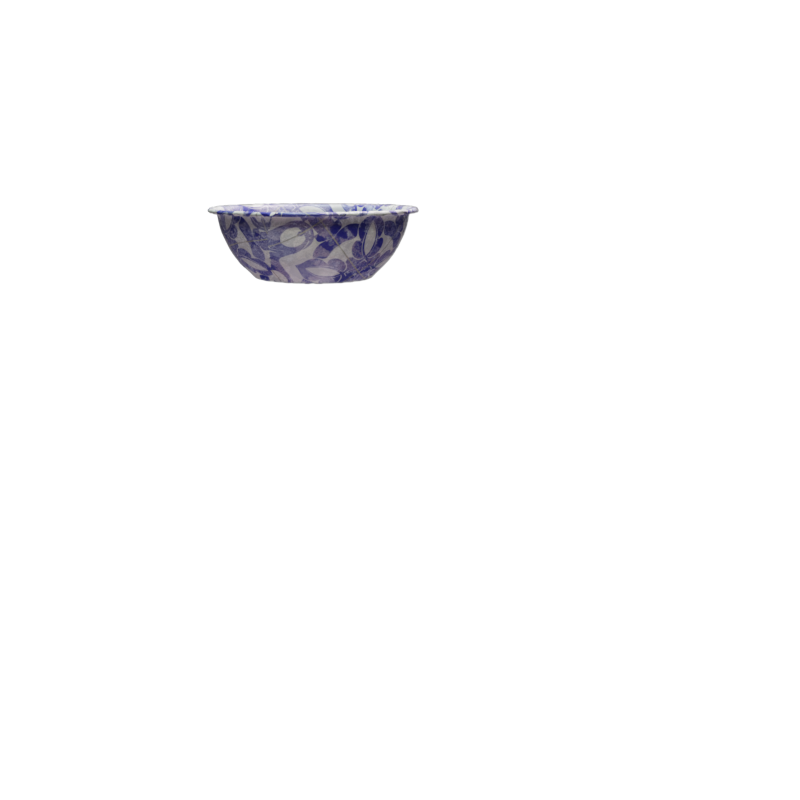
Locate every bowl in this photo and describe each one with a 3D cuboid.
[{"bbox_3d":[-0.067,-0.122,0.852,0.162,0.054,0.166,0,12,-2],"label":"bowl"}]
